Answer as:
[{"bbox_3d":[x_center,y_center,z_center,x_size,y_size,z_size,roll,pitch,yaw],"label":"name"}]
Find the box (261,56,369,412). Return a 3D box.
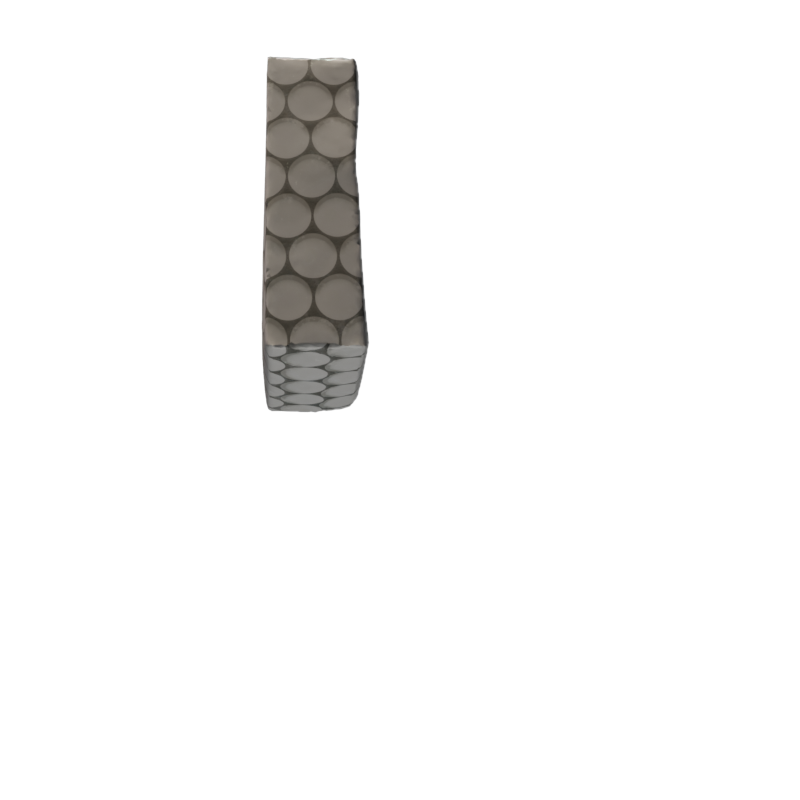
[{"bbox_3d":[-0.063,-0.114,0.802,0.071,0.225,0.157,0,-20,-5],"label":"box"}]
